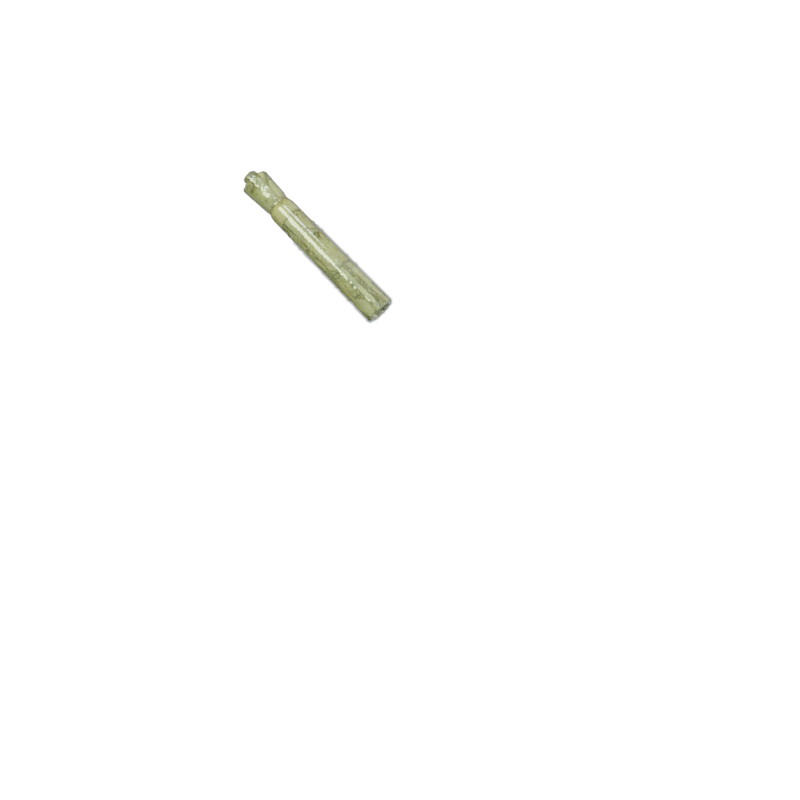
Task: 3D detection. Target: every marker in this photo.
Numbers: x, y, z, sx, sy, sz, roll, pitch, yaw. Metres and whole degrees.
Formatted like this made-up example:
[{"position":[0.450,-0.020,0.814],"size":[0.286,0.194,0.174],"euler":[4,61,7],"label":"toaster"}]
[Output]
[{"position":[-0.053,-0.097,0.676],"size":[0.126,0.019,0.019],"euler":[47,18,16],"label":"marker"}]
